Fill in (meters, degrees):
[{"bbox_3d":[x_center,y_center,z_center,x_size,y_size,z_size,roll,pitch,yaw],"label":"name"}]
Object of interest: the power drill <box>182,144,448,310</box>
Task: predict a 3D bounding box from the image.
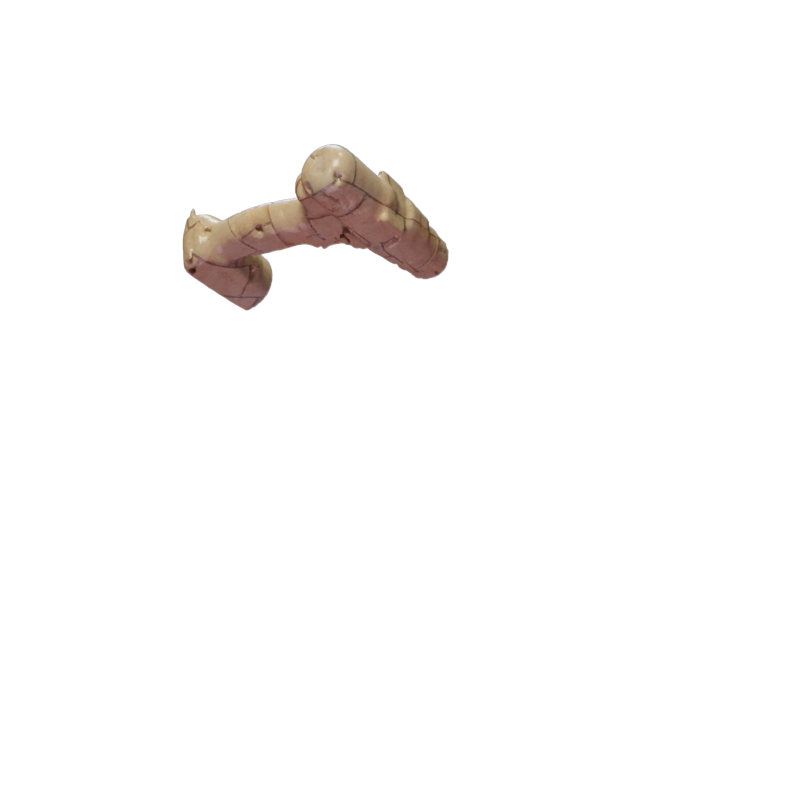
[{"bbox_3d":[-0.073,-0.133,0.930,0.190,0.061,0.171,-17,-32,28],"label":"power drill"}]
